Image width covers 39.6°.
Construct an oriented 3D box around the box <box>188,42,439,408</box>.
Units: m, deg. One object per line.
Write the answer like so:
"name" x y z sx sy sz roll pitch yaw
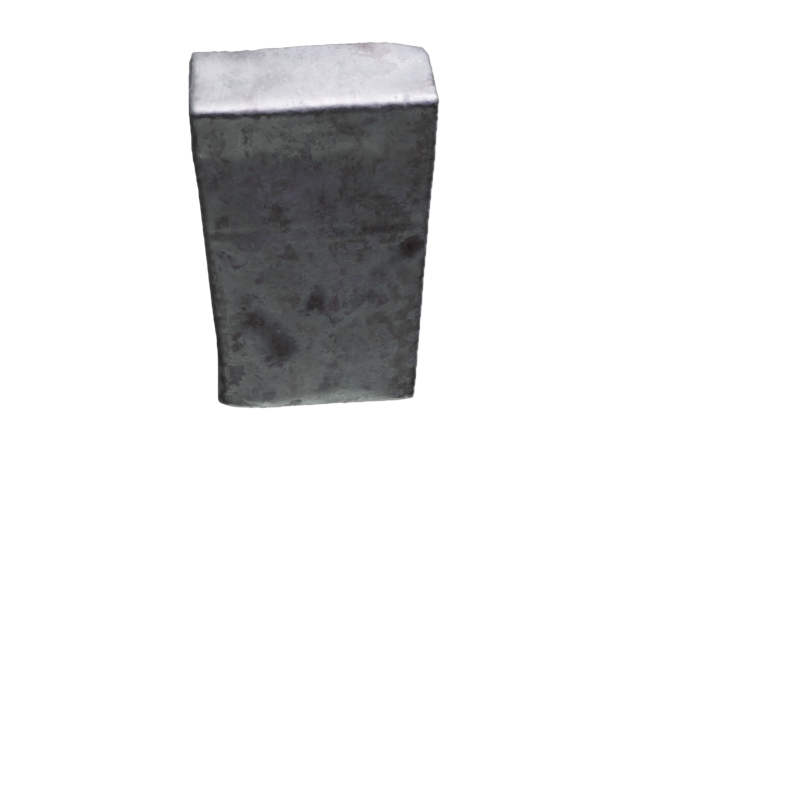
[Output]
"box" -0.037 -0.067 0.470 0.093 0.052 0.164 -2 -44 -5
